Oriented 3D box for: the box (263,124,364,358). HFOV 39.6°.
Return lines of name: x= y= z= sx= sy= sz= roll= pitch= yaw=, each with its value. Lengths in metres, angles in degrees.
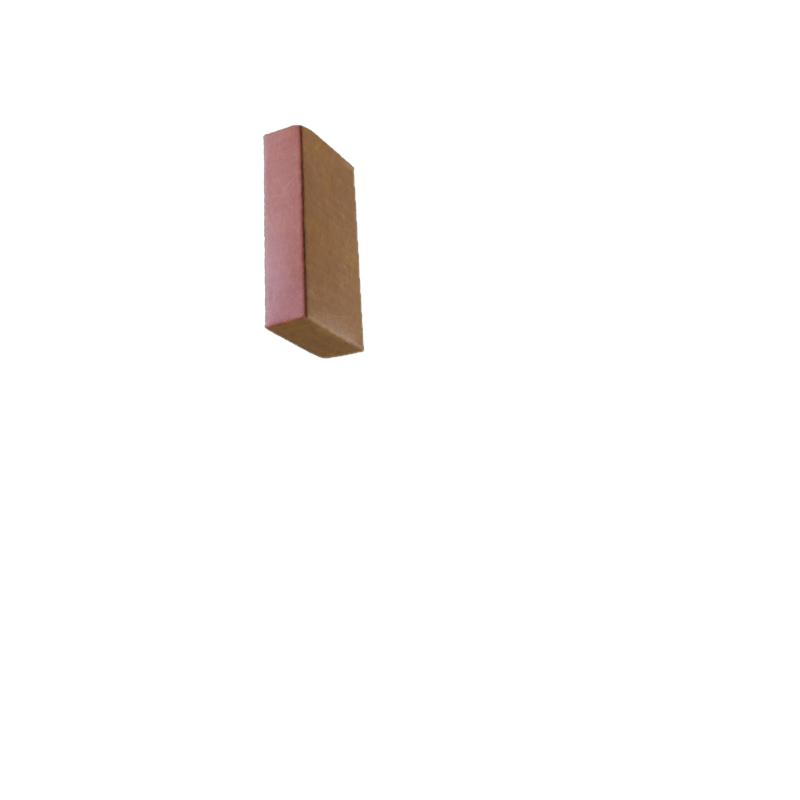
box: x=-0.071 y=-0.131 z=0.915 sx=0.049 sy=0.186 sz=0.087 roll=-14 pitch=-26 yaw=26
